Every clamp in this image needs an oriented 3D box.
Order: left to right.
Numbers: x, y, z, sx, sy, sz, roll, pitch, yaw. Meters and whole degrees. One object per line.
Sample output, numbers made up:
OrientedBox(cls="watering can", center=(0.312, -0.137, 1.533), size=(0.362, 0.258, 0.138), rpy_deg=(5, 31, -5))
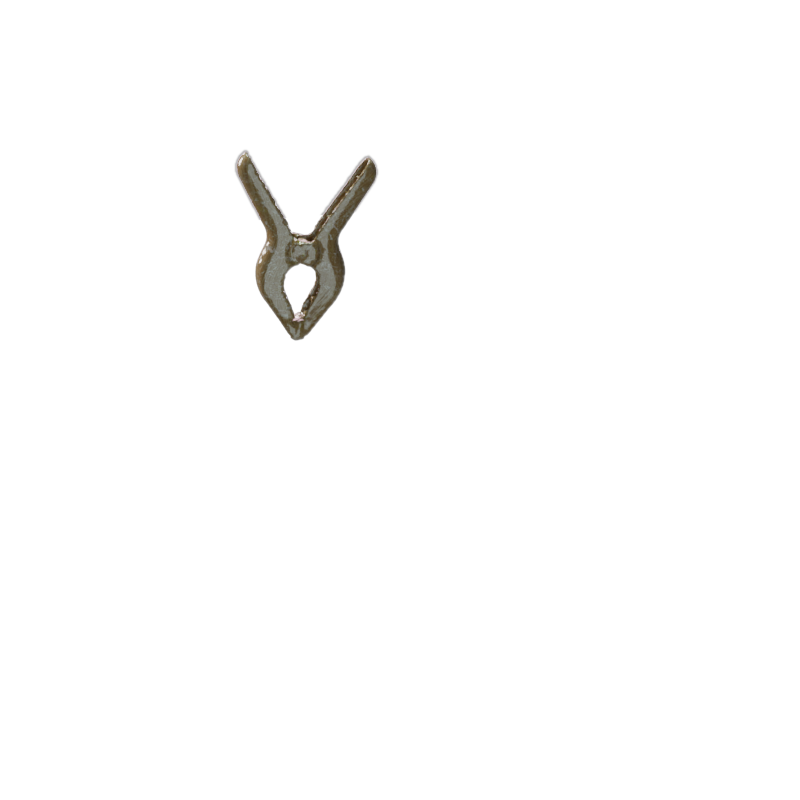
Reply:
OrientedBox(cls="clamp", center=(-0.076, -0.139, 0.972), size=(0.120, 0.164, 0.041), rpy_deg=(-4, 19, 1))
